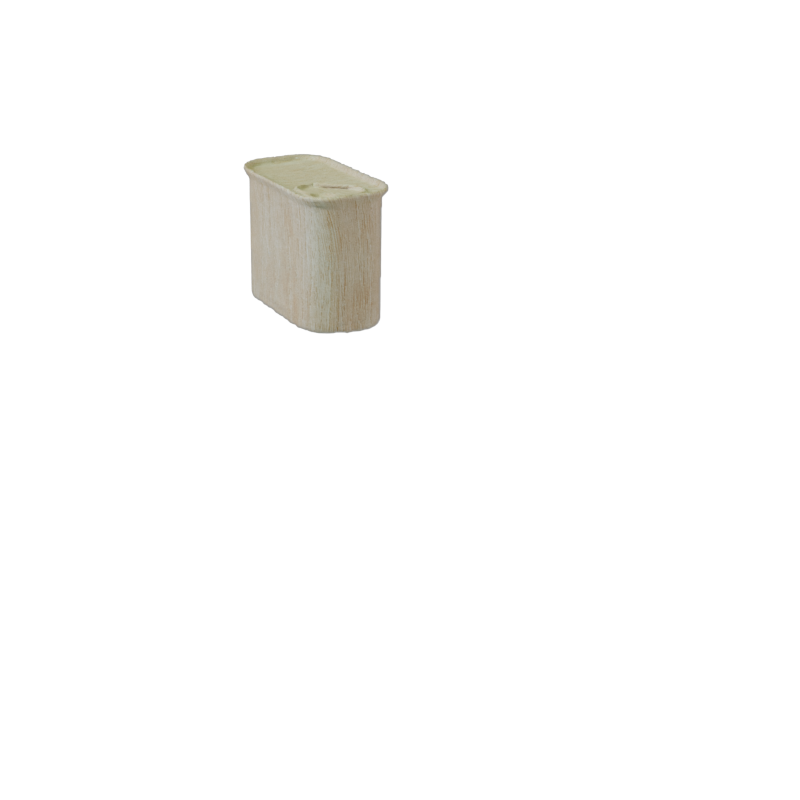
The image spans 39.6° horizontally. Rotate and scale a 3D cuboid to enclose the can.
[{"bbox_3d":[-0.052,-0.094,0.662,0.056,0.080,0.109,-11,25,-28],"label":"can"}]
